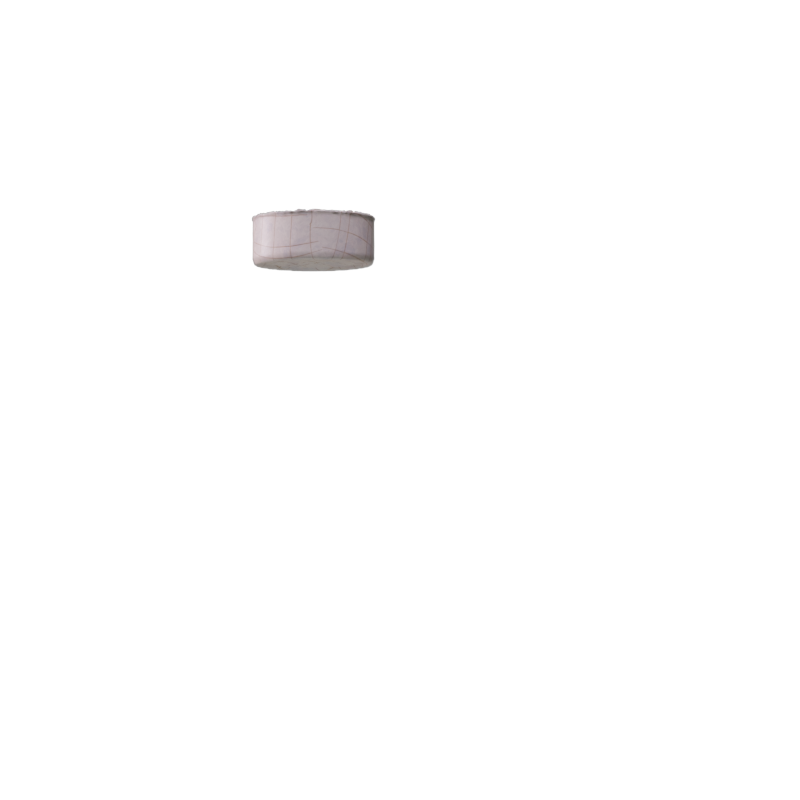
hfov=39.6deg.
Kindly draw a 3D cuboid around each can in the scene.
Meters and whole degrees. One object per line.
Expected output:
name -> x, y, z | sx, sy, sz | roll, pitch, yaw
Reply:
can -> -0.060, -0.110, 0.770 | 0.086, 0.034, 0.085 | 0, 0, -2
